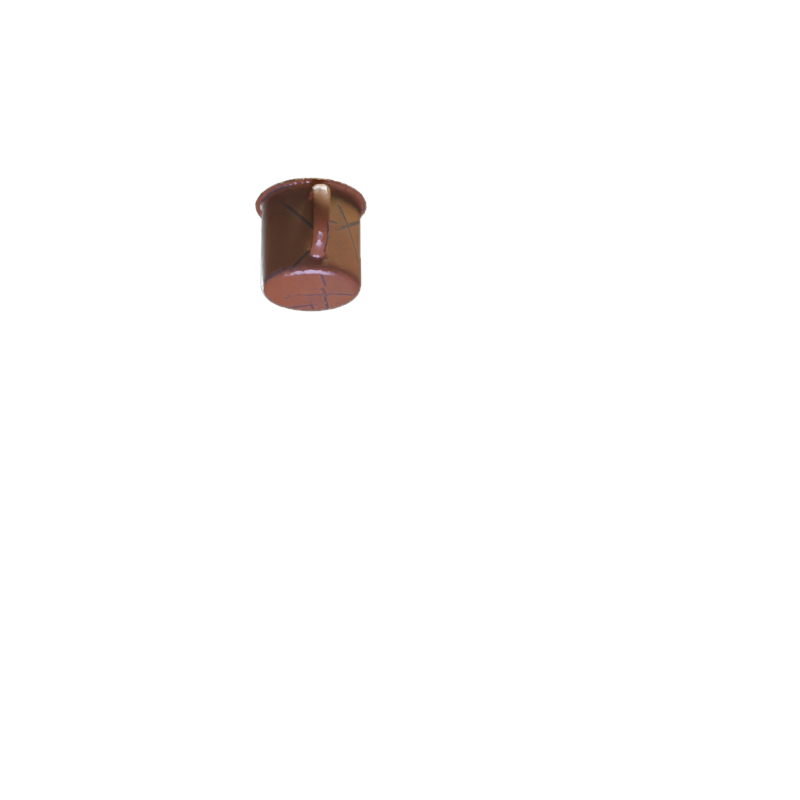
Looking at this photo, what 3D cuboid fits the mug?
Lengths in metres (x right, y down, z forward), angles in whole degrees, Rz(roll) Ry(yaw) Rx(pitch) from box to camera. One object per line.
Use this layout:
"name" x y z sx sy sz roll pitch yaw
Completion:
"mug" -0.070 -0.128 0.897 0.092 0.086 0.113 4 -23 -12
